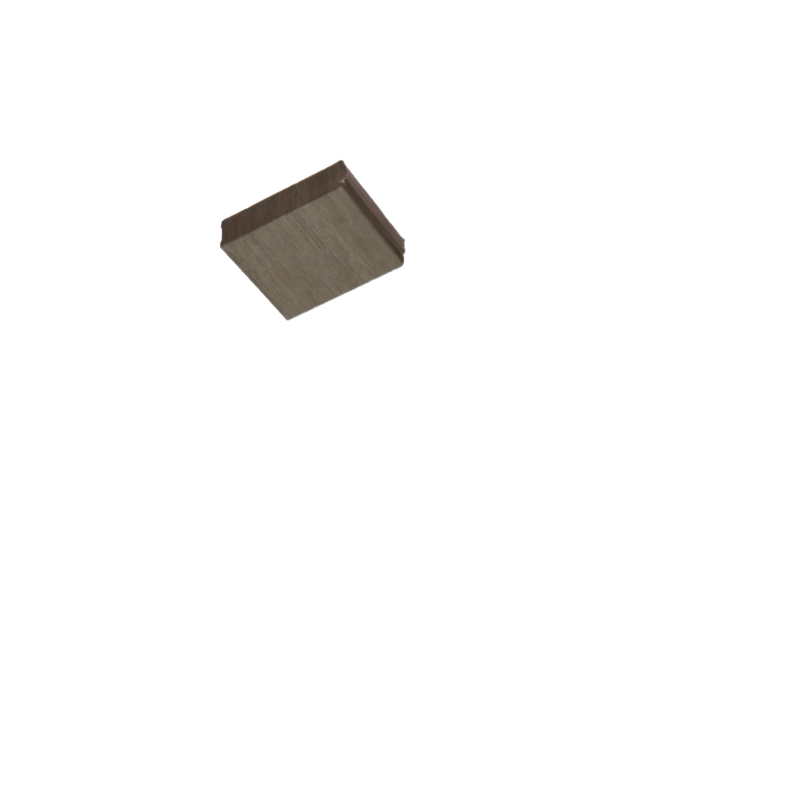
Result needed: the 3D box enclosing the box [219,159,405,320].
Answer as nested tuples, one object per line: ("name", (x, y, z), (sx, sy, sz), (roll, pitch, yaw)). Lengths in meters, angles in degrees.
("box", (-0.052, -0.096, 0.671), (0.089, 0.032, 0.068), (-24, -51, 21))
